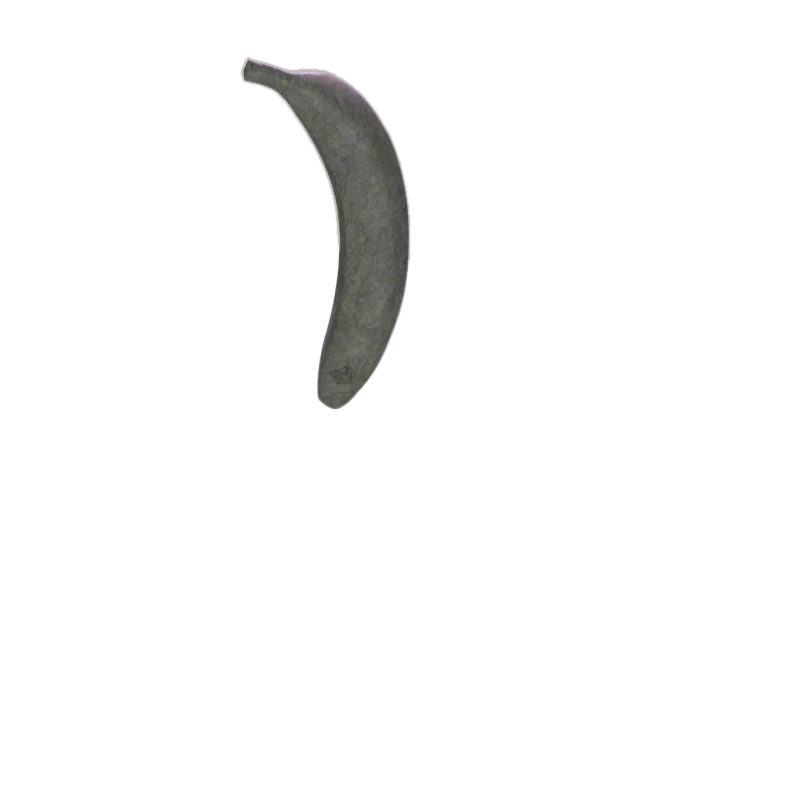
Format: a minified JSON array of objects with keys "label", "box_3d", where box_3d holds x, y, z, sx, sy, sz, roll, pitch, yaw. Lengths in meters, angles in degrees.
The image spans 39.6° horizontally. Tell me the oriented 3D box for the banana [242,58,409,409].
[{"label":"banana","box_3d":[-0.029,-0.091,0.586,0.070,0.189,0.038,-11,18,3]}]
